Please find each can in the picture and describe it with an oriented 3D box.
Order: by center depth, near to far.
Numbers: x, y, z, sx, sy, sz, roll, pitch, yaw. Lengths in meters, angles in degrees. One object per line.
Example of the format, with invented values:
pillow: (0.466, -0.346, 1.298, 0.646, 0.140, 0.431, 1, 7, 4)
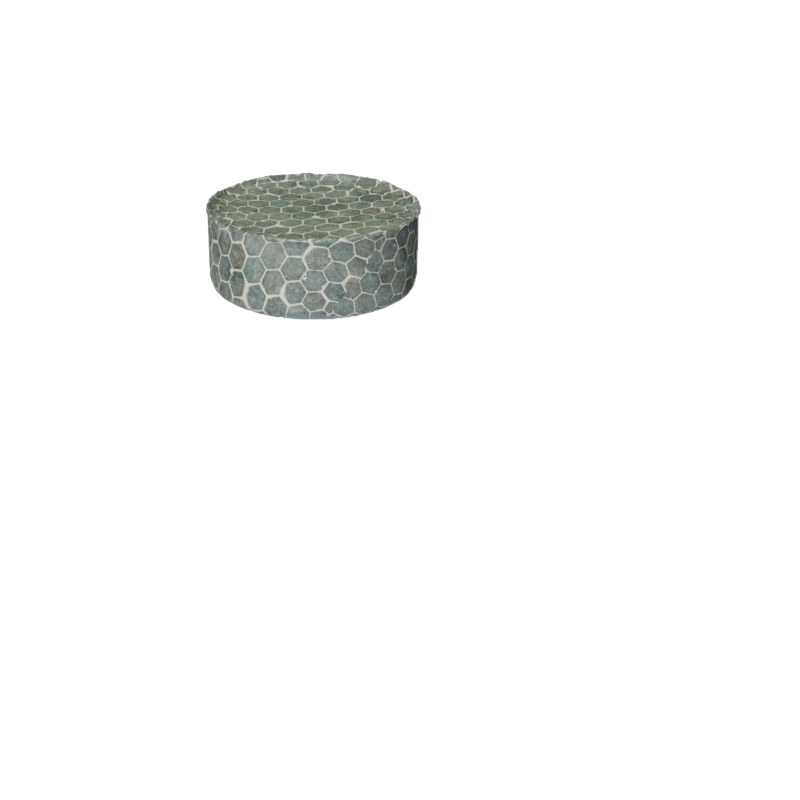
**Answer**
can: (-0.035, -0.064, 0.449, 0.086, 0.032, 0.091, -1, 26, -2)
